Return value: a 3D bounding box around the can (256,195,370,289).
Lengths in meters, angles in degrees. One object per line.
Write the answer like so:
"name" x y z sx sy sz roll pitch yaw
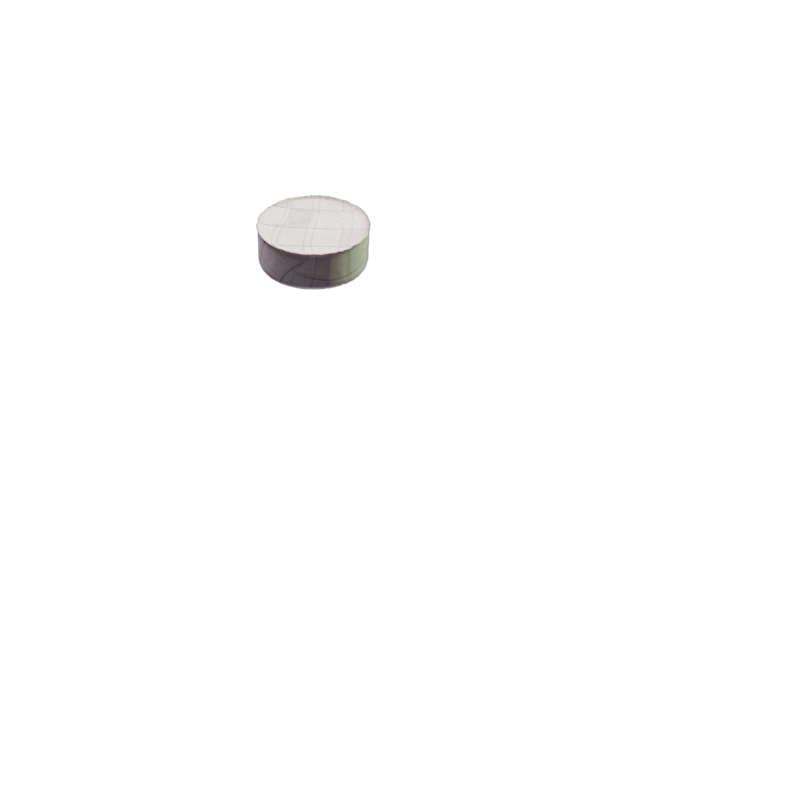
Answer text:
"can" -0.066 -0.120 0.841 0.086 0.031 0.092 -1 37 -2
